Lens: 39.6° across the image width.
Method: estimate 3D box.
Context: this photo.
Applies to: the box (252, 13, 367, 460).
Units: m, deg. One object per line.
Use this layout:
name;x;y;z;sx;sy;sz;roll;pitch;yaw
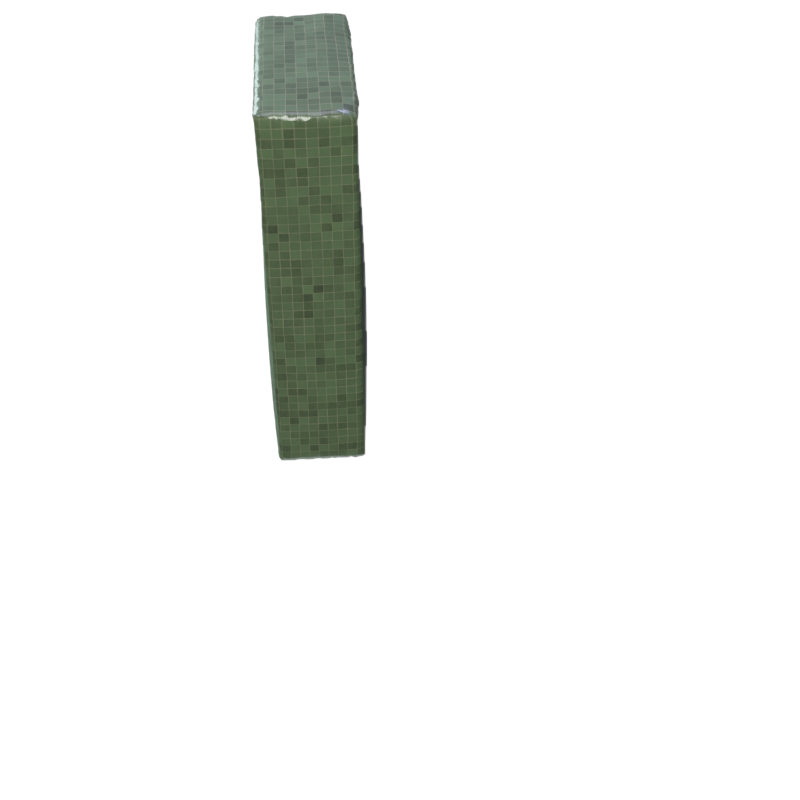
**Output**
box;-0.038;-0.069;0.485;0.048;0.165;0.100;-1;39;-5
